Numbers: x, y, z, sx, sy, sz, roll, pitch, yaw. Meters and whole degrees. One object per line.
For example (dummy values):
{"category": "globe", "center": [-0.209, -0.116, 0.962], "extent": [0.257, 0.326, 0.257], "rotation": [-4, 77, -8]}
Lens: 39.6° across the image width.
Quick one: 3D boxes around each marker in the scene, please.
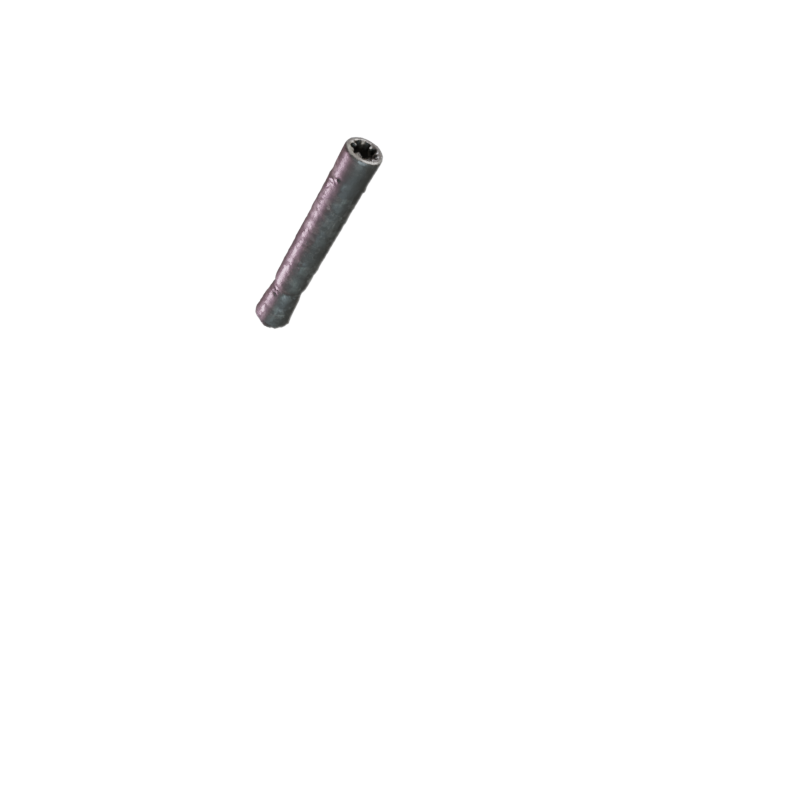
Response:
{"category": "marker", "center": [-0.042, -0.076, 0.534], "extent": [0.019, 0.021, 0.116], "rotation": [-1, -37, -35]}
